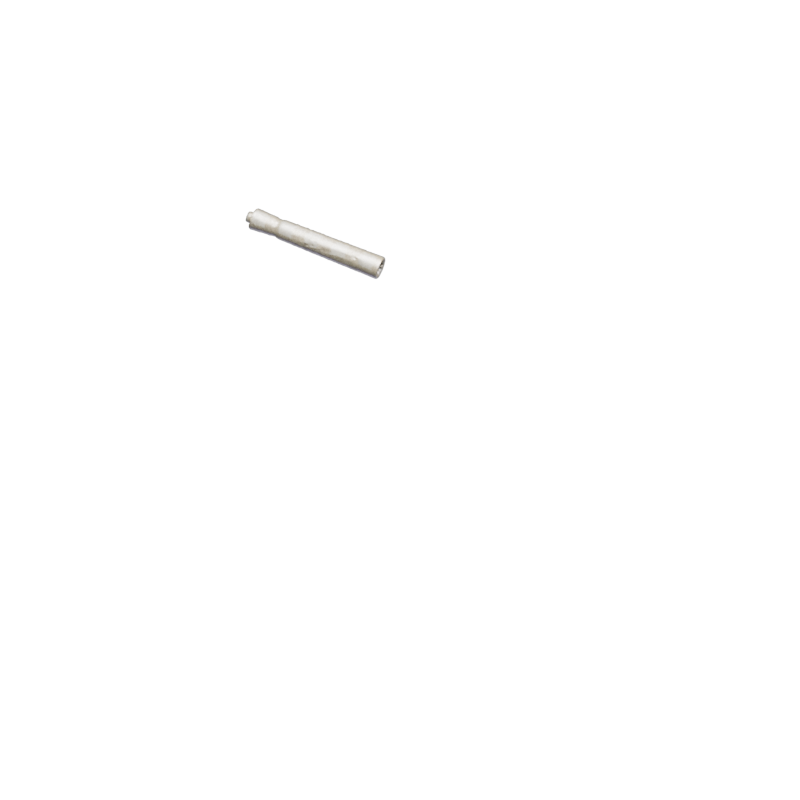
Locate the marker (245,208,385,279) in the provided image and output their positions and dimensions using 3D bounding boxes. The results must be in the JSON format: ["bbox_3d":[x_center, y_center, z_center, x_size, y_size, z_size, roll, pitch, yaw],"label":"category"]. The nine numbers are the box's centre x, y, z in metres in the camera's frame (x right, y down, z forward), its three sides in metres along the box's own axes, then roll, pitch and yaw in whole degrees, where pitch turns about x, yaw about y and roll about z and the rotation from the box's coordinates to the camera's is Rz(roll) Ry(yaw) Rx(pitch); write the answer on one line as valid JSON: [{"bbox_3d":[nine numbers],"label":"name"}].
[{"bbox_3d":[-0.071,-0.129,0.903,0.125,0.019,0.019,23,9,15],"label":"marker"}]
